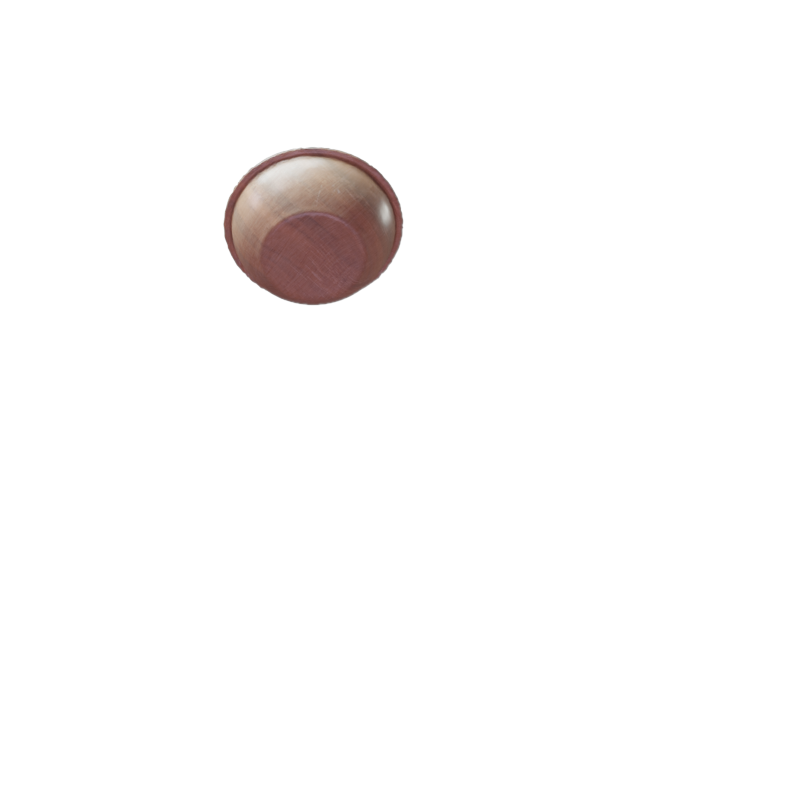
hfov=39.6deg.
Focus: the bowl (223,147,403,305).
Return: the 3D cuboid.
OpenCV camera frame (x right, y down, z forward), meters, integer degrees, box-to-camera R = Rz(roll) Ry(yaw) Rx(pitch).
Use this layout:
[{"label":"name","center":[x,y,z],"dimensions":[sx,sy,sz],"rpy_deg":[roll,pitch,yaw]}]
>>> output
[{"label":"bowl","center":[-0.076,-0.139,0.976],"dimensions":[0.162,0.152,0.059],"rpy_deg":[1,34,-1]}]
